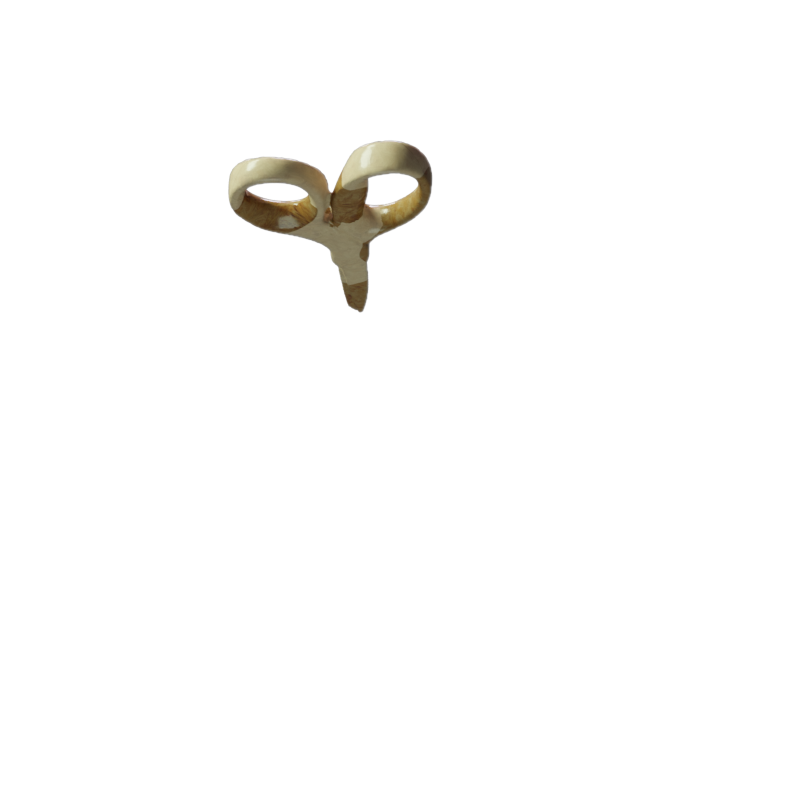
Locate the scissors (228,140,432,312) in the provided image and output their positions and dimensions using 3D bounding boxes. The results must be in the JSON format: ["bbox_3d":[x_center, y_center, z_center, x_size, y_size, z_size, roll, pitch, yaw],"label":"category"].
[{"bbox_3d":[-0.042,-0.076,0.535,0.094,0.016,0.197,4,-15,-14],"label":"scissors"}]
